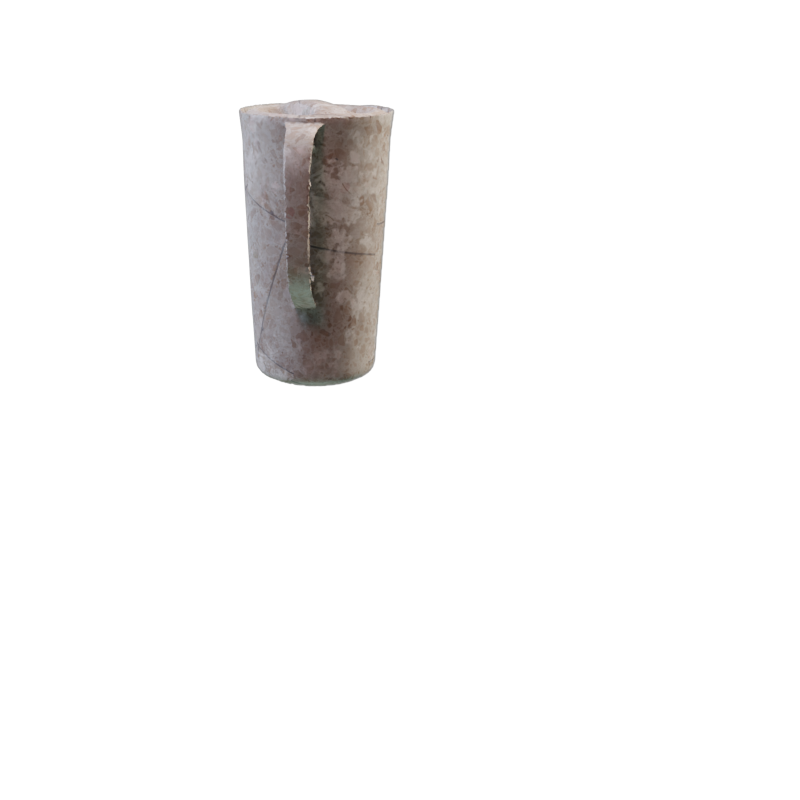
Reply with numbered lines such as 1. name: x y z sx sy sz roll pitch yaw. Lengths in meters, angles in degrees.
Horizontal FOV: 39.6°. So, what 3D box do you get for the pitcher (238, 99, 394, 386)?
1. pitcher: -0.076 -0.138 0.967 0.145 0.236 0.153 -11 18 -39
